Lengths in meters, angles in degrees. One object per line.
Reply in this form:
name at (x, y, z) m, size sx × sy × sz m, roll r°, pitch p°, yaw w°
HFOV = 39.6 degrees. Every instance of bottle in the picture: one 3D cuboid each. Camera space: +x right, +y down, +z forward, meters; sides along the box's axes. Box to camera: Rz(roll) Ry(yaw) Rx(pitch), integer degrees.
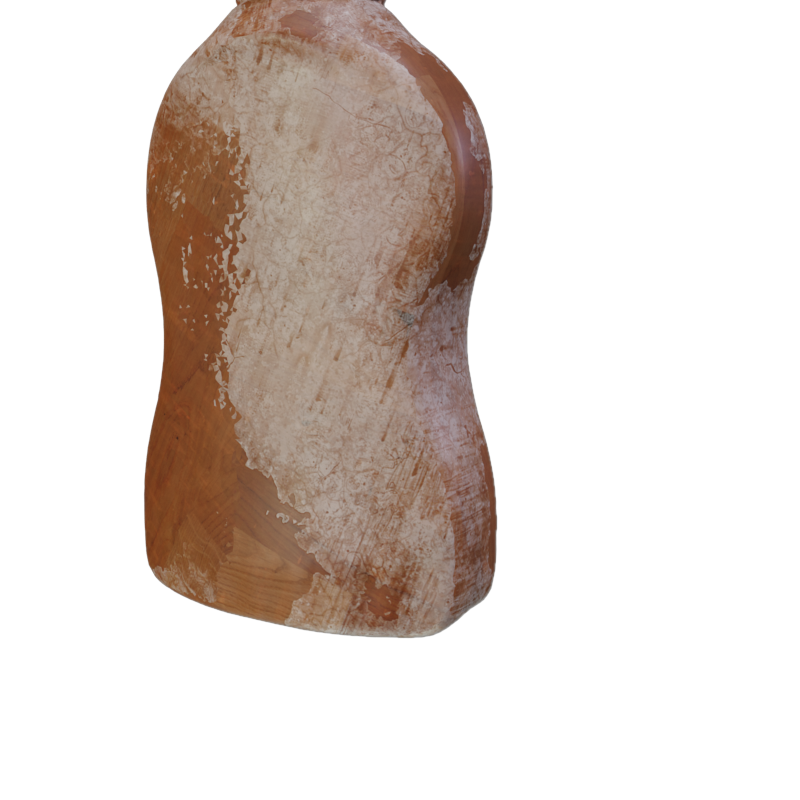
bottle at (-0.023, -0.042, 0.297) m, size 0.100 × 0.191 × 0.057 m, roll 2°, pitch 3°, yaw 31°
